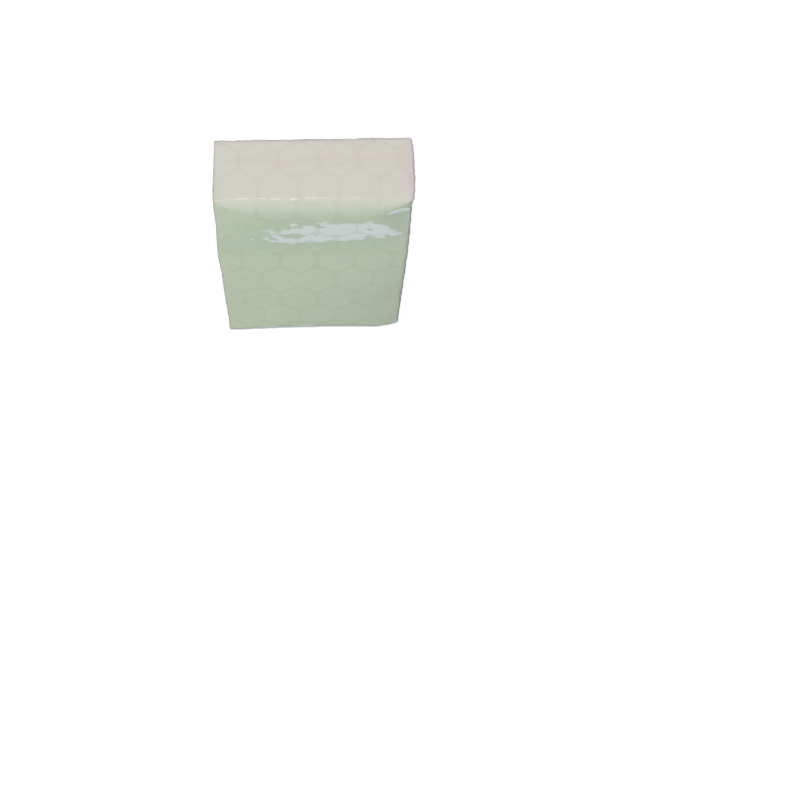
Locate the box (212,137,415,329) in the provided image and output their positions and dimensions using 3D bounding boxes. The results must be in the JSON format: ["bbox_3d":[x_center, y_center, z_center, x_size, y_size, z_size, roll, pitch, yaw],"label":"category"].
[{"bbox_3d":[-0.076,-0.139,0.975,0.164,0.076,0.201,-1,-26,-3],"label":"box"}]
